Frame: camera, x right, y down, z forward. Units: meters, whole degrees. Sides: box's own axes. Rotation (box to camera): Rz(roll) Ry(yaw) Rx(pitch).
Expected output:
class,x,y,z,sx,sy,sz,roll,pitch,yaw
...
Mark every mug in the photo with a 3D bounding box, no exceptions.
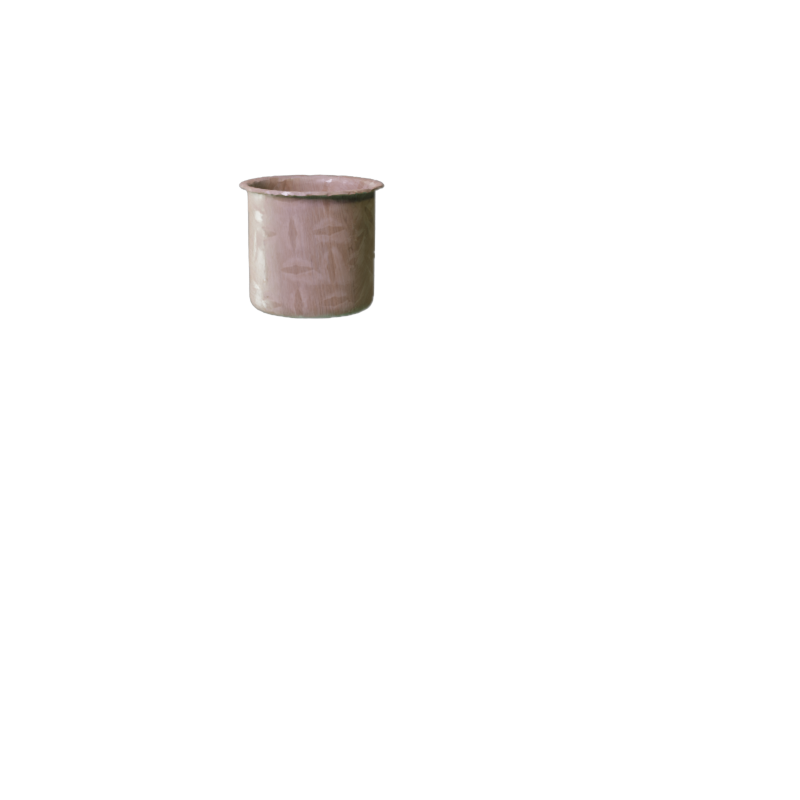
class,x,y,z,sx,sy,sz,roll,pitch,yaw
mug,-0.057,-0.104,0.729,0.094,0.079,0.120,1,16,2
